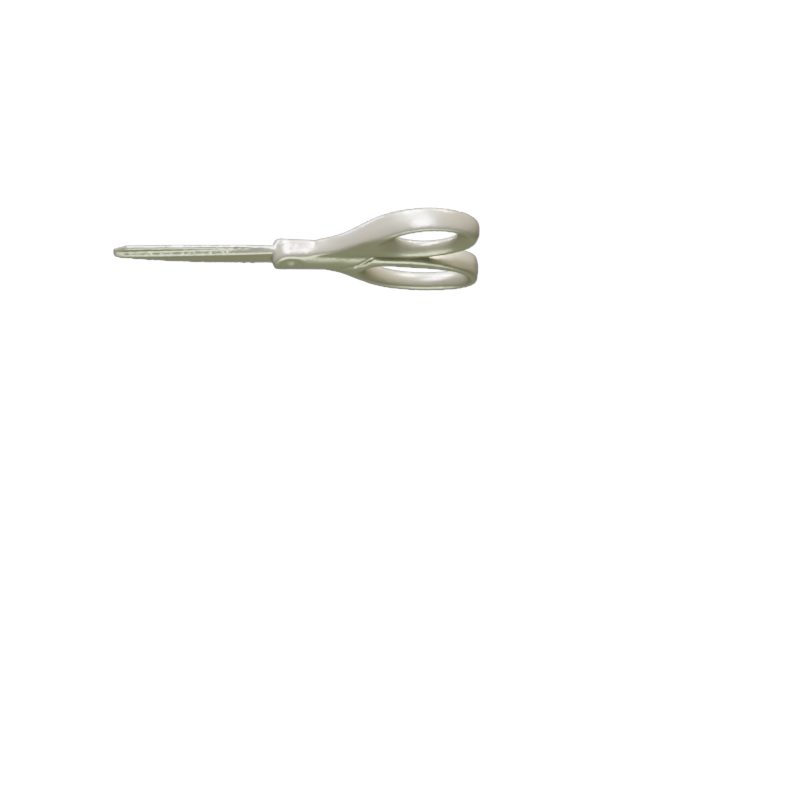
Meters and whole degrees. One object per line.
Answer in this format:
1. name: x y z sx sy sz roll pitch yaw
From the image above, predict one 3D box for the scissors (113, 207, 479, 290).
1. scissors: -0.046 -0.085 0.593 0.197 0.016 0.094 5 -19 -16
